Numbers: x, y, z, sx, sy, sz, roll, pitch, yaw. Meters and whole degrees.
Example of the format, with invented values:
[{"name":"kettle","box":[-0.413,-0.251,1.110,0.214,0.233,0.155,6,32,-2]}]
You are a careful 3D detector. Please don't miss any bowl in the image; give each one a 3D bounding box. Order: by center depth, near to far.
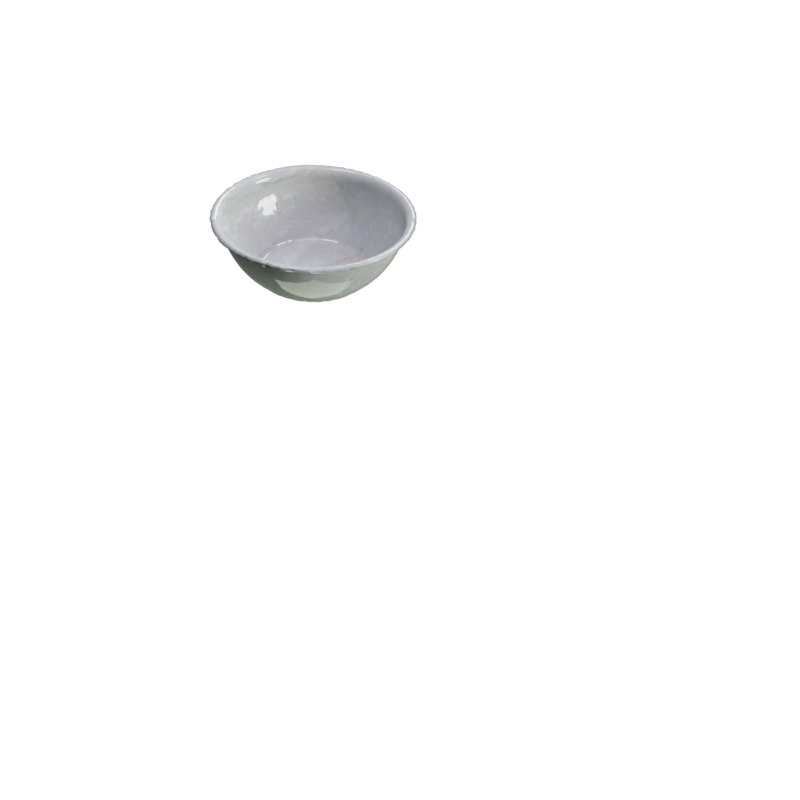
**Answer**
[{"name":"bowl","box":[-0.069,-0.126,0.881,0.162,0.051,0.173,-1,38,-2]}]
